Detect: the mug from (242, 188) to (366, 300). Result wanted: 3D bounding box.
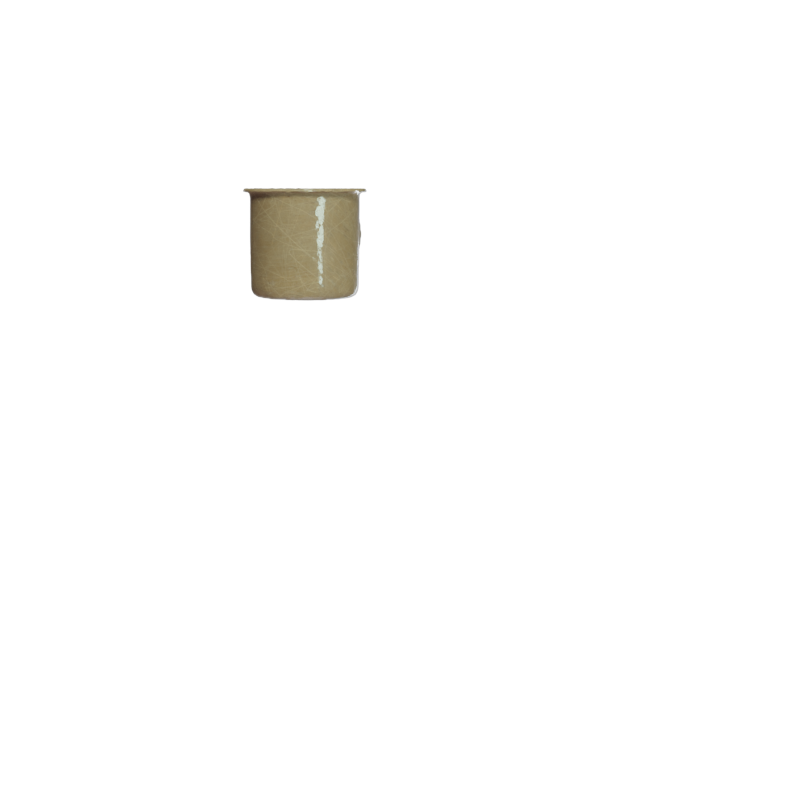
[{"bbox_3d":[-0.066,-0.121,0.847,0.097,0.081,0.114,4,9,29],"label":"mug"}]
